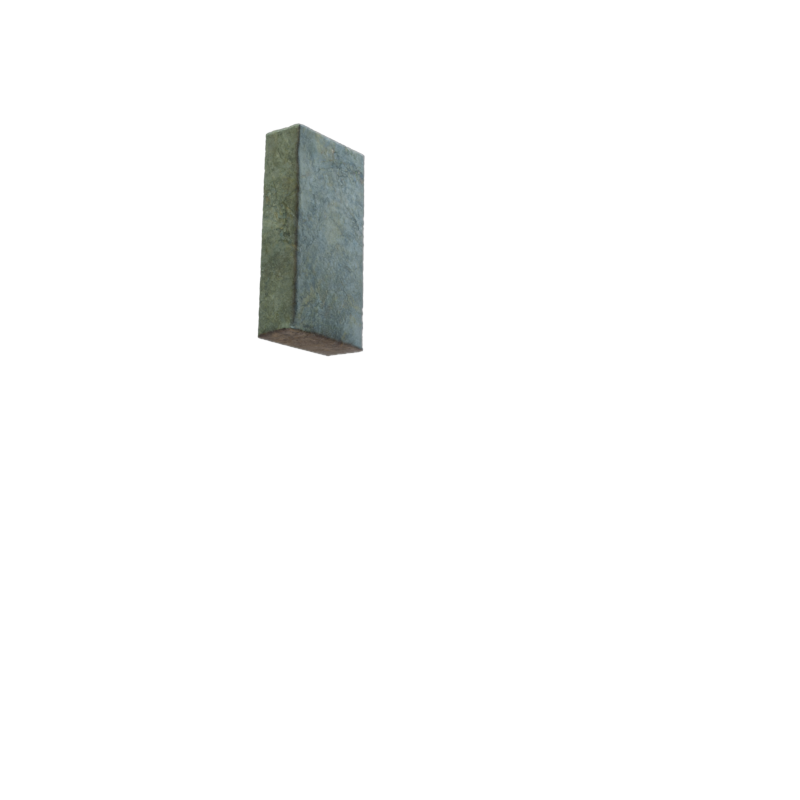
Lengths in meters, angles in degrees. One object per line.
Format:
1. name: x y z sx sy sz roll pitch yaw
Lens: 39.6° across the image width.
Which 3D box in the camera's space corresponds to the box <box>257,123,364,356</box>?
1. box: -0.073 -0.132 0.925 0.049 0.184 0.088 -14 -21 35
